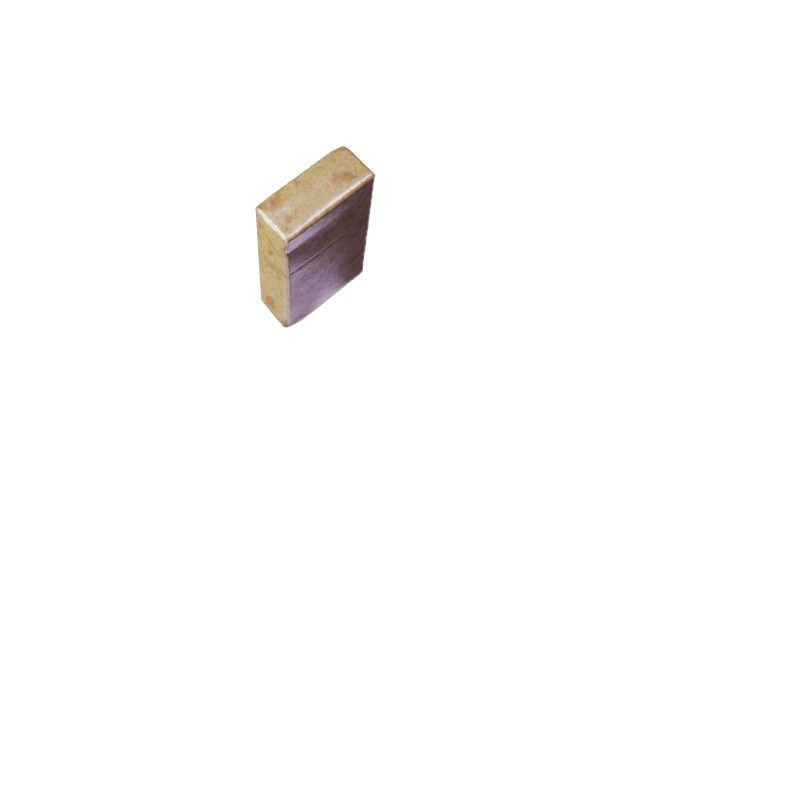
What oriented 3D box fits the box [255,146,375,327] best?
[{"bbox_3d":[-0.072,-0.132,0.923,0.094,0.050,0.167,-40,-15,-18],"label":"box"}]
